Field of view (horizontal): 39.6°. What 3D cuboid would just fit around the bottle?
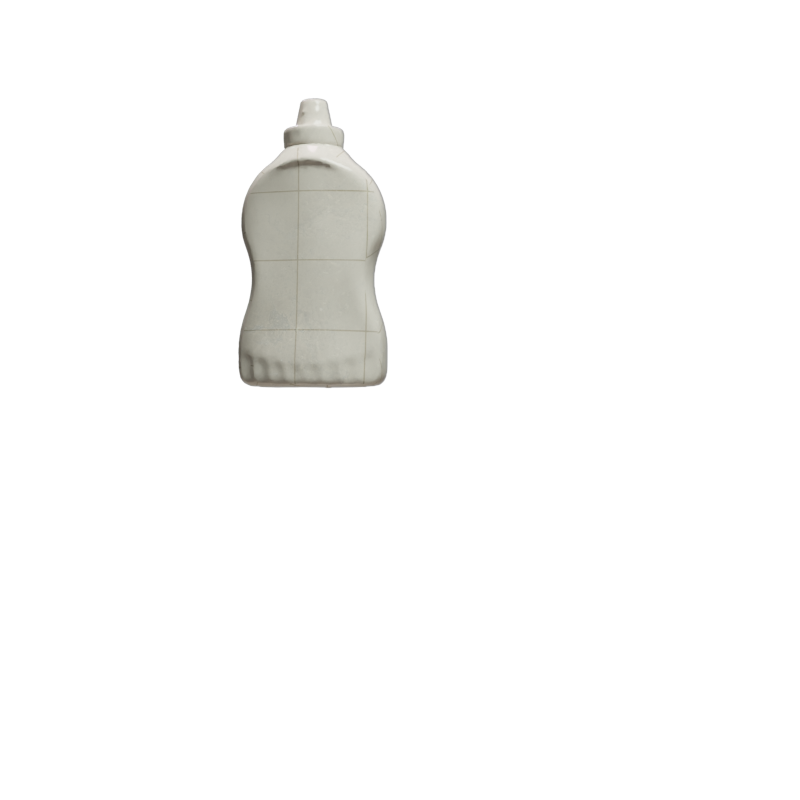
[{"bbox_3d":[-0.058,-0.105,0.737,0.098,0.194,0.057,-1,-6,13],"label":"bottle"}]
